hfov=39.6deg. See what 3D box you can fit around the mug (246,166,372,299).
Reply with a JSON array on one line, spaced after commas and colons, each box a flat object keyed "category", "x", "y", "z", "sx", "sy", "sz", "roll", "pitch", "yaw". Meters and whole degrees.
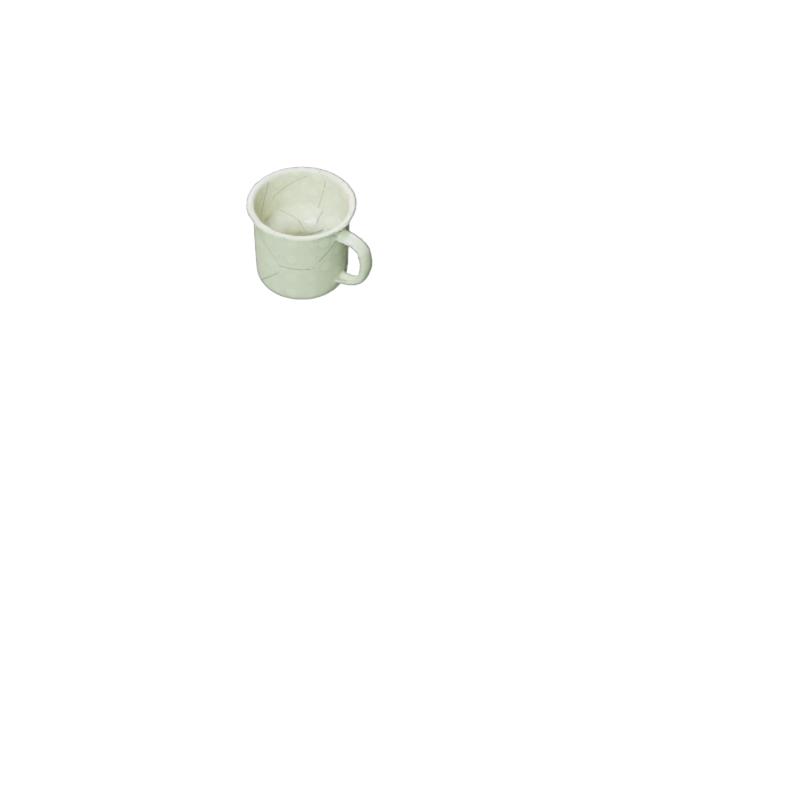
[{"category": "mug", "x": -0.075, "y": -0.136, "z": 0.954, "sx": 0.123, "sy": 0.076, "sz": 0.096, "roll": 26, "pitch": 52, "yaw": 20}]
